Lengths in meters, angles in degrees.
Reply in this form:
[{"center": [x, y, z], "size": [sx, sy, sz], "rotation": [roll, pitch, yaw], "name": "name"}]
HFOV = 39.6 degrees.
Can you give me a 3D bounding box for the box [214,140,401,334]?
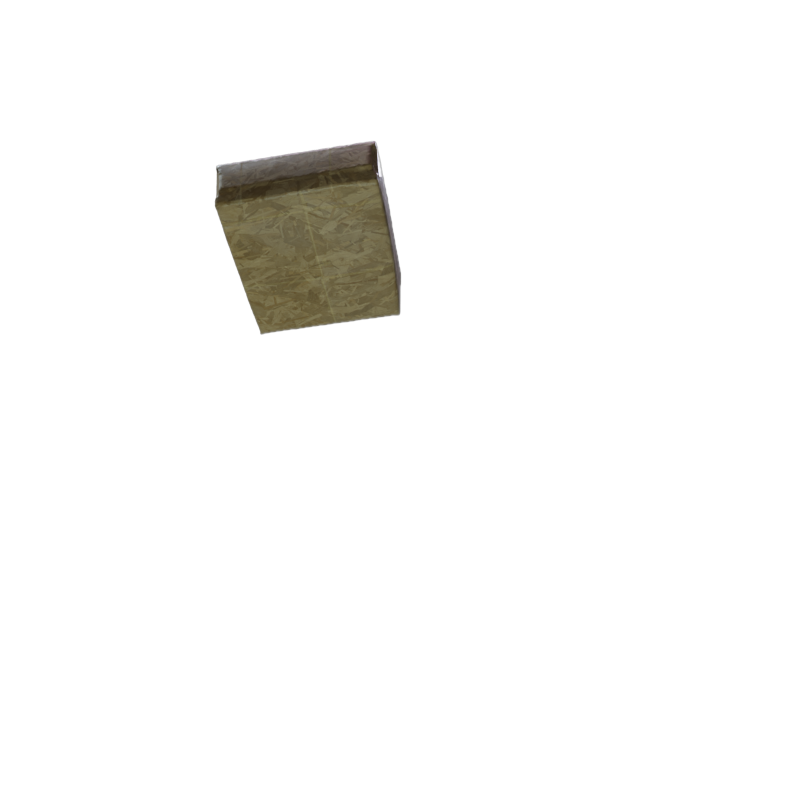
[{"center": [-0.049, -0.090, 0.631], "size": [0.090, 0.042, 0.105], "rotation": [-6, -43, 6], "name": "box"}]
